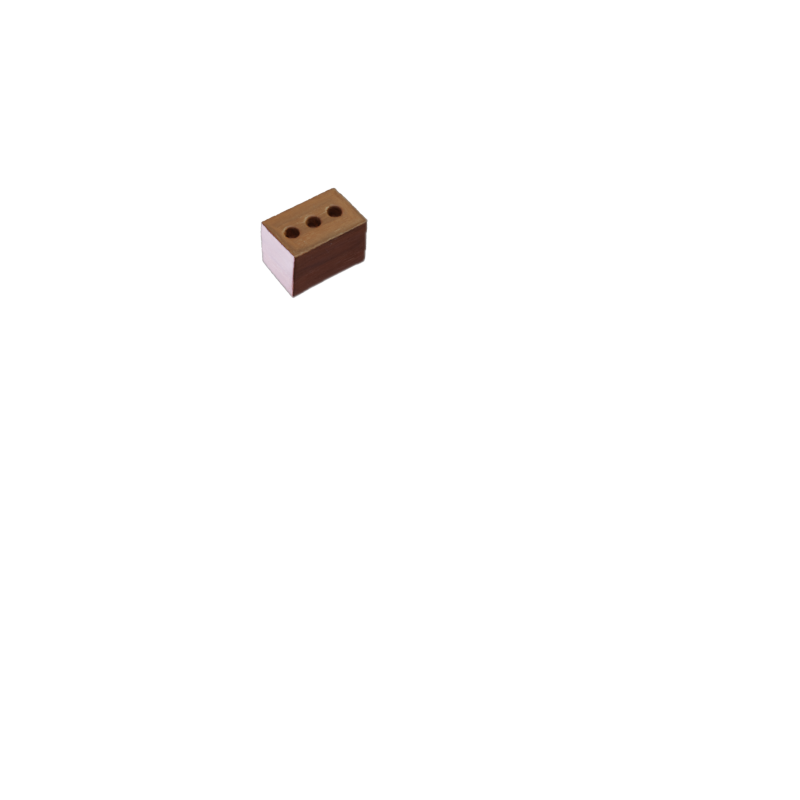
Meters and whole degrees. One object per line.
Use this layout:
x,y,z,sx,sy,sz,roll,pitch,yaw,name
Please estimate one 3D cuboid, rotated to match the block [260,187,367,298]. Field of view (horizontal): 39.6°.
-0.075,-0.136,0.952,0.078,0.056,0.048,-30,-32,-23,block
